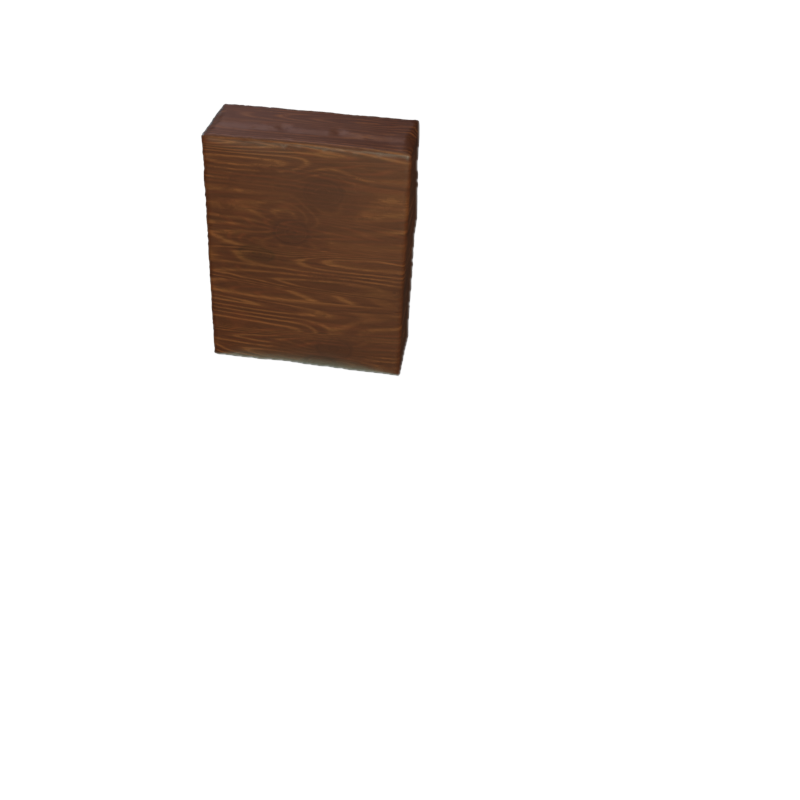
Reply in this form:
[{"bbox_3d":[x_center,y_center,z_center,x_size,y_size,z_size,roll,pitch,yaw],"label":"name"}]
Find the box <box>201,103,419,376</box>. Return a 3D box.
[{"bbox_3d":[-0.071,-0.130,0.913,0.166,0.200,0.076,8,35,8],"label":"box"}]
